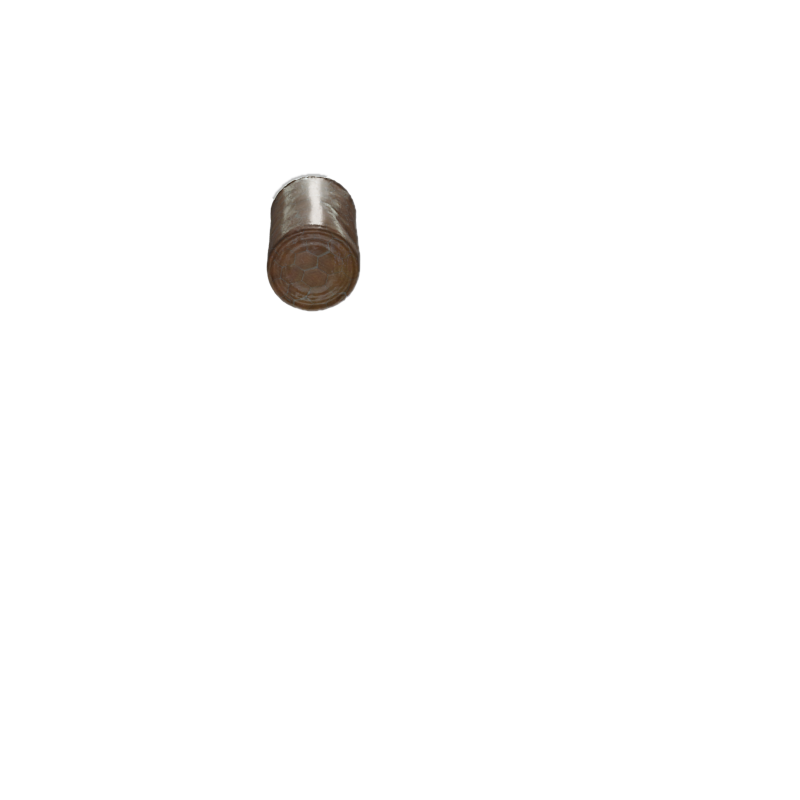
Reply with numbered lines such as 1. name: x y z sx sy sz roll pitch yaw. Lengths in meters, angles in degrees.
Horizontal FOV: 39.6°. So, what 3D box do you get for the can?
1. can: -0.065 -0.118 0.830 0.068 0.065 0.108 0 30 -3
